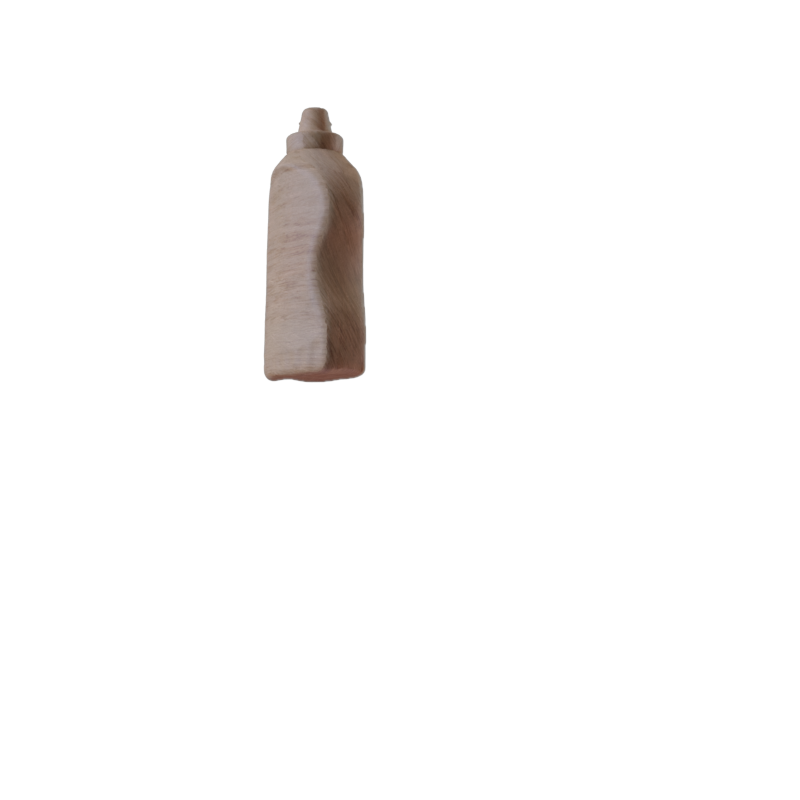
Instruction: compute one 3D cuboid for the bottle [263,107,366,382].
[{"bbox_3d":[-0.060,-0.111,0.775,0.056,0.196,0.097,5,-10,-28],"label":"bottle"}]
